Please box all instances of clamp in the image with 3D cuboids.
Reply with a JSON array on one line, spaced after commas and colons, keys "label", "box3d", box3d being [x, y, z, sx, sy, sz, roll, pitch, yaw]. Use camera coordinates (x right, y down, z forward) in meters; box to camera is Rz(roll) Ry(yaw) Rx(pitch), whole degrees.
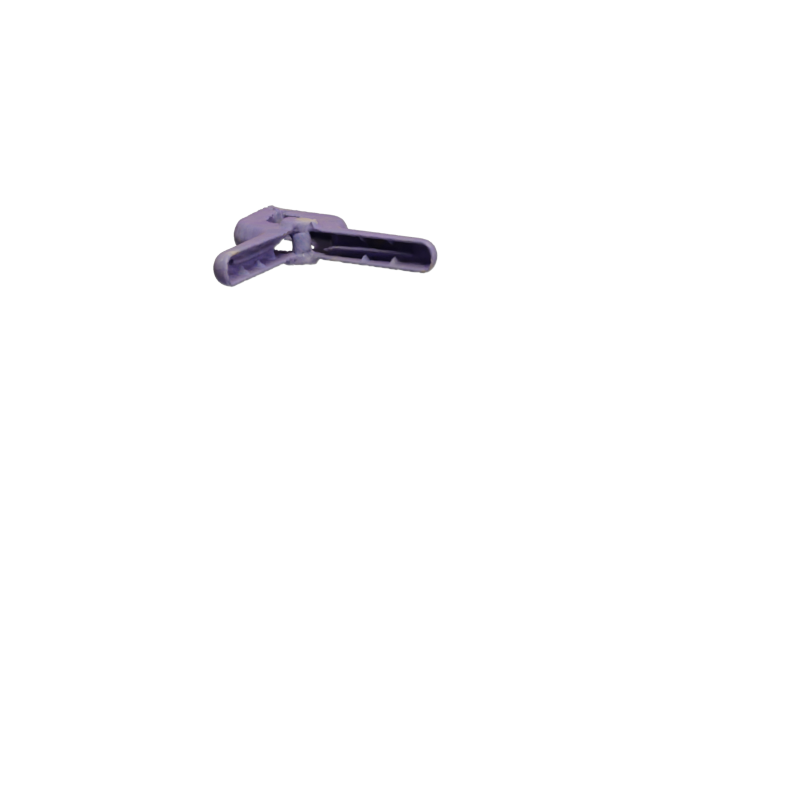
[{"label": "clamp", "box3d": [-0.069, -0.126, 0.881, 0.163, 0.035, 0.219, -3, 18, -9]}]
